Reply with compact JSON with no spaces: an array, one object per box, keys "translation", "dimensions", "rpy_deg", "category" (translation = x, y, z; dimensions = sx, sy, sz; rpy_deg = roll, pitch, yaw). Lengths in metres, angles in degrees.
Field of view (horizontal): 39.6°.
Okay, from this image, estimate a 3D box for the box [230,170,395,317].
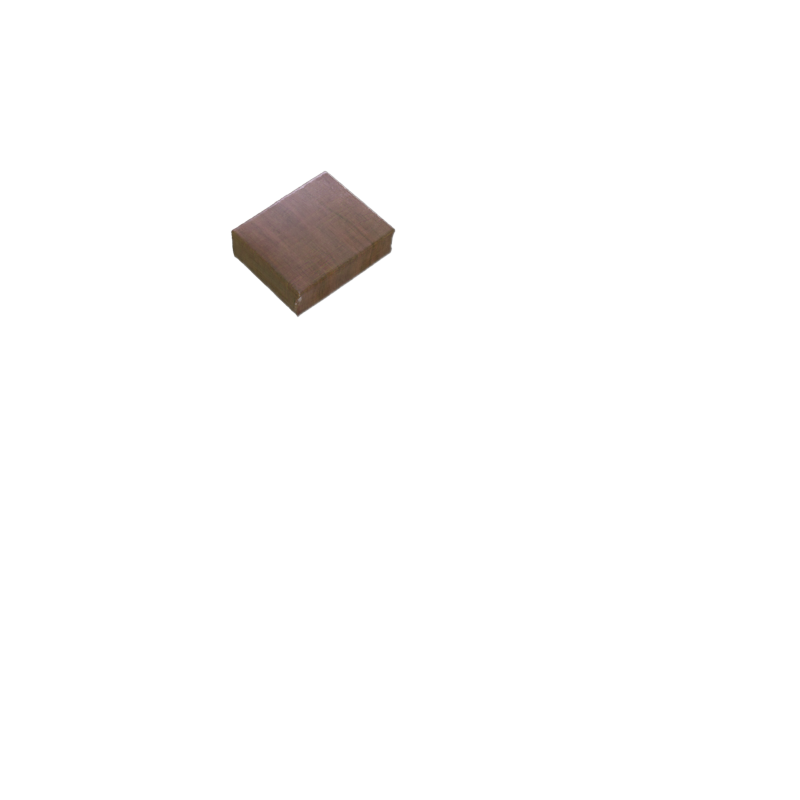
[{"translation":[-0.075,-0.136,0.955],"dimensions":[0.114,0.095,0.036],"rpy_deg":[-38,-27,-24],"category":"box"}]
